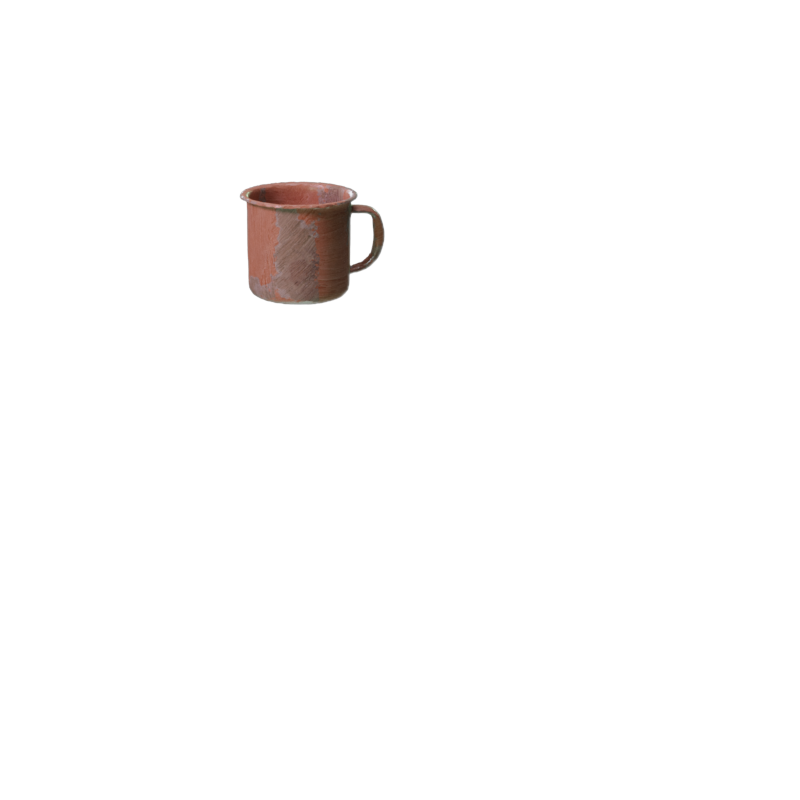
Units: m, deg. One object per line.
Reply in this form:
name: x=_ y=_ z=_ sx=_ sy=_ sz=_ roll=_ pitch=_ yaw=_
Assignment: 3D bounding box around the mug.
mug: x=-0.069 y=-0.127 z=0.886 sx=0.115 sy=0.078 sz=0.099 roll=-6 pitch=20 yaw=-17
